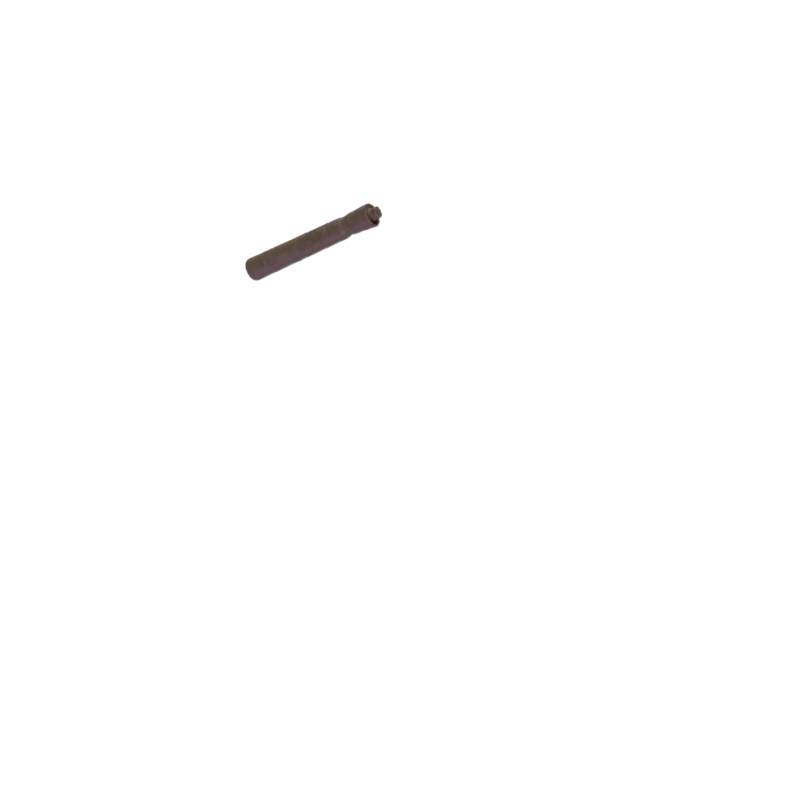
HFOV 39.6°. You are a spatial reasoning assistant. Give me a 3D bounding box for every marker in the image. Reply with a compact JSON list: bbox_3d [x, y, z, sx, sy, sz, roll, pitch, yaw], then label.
[{"bbox_3d":[-0.066,-0.120,0.840,0.122,0.020,0.019,-20,-6,29],"label":"marker"}]
